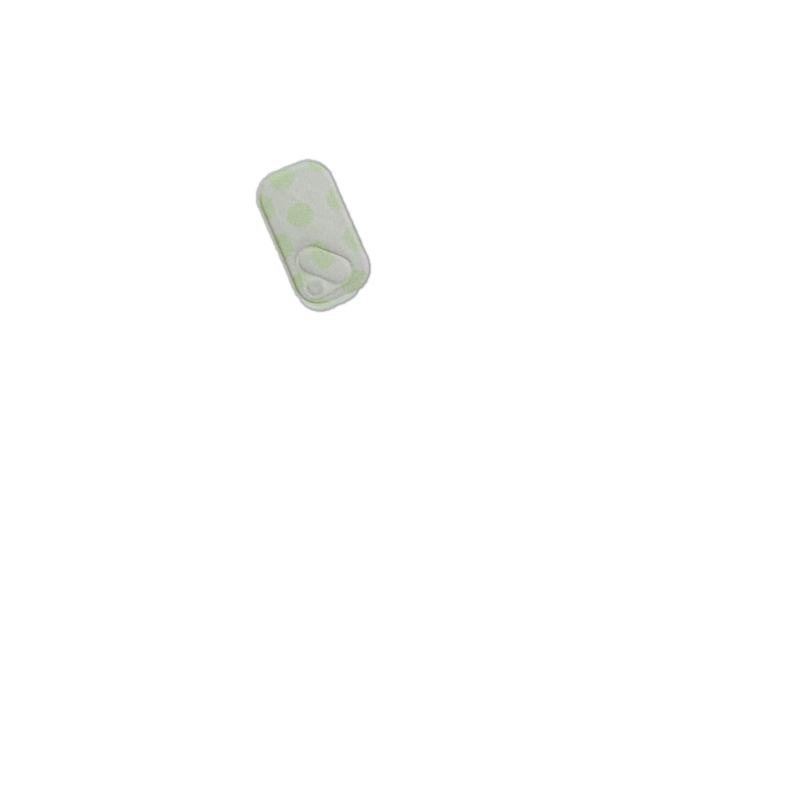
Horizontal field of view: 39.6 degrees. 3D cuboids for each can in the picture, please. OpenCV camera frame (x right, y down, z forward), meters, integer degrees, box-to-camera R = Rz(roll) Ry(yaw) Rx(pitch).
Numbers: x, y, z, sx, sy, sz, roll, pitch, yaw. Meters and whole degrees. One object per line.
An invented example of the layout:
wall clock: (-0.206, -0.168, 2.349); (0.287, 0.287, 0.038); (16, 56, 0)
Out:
can: (-0.065, -0.118, 0.826); (0.057, 0.104, 0.082); (-23, -5, -4)
